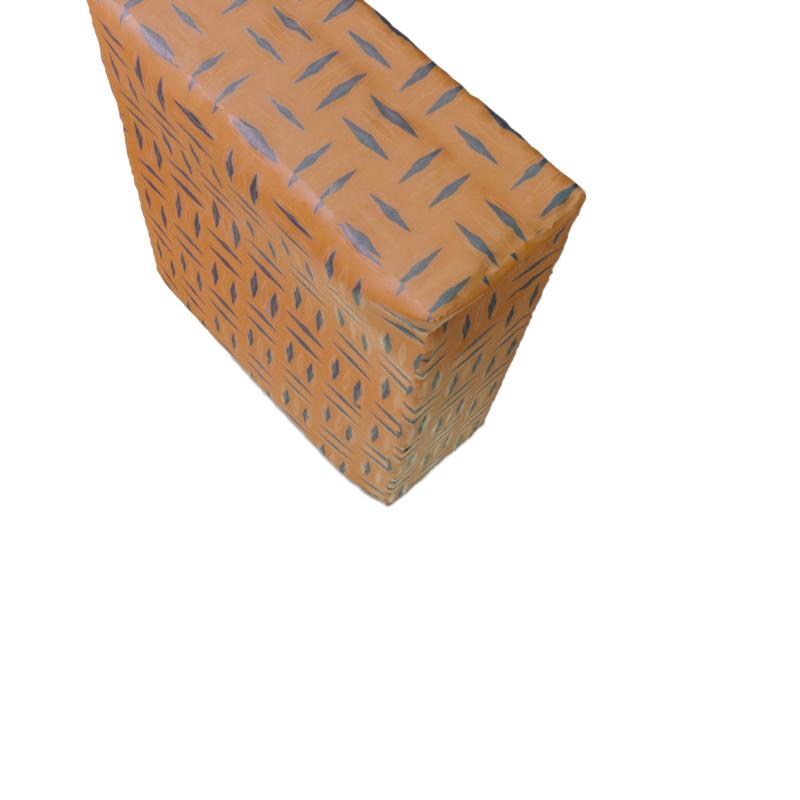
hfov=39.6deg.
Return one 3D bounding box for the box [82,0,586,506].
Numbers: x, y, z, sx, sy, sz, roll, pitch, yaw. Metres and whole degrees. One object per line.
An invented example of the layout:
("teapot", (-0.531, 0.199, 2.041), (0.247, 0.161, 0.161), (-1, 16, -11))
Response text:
("box", (-0.033, -0.061, 0.425), (0.072, 0.172, 0.203), (-40, -15, -16))
